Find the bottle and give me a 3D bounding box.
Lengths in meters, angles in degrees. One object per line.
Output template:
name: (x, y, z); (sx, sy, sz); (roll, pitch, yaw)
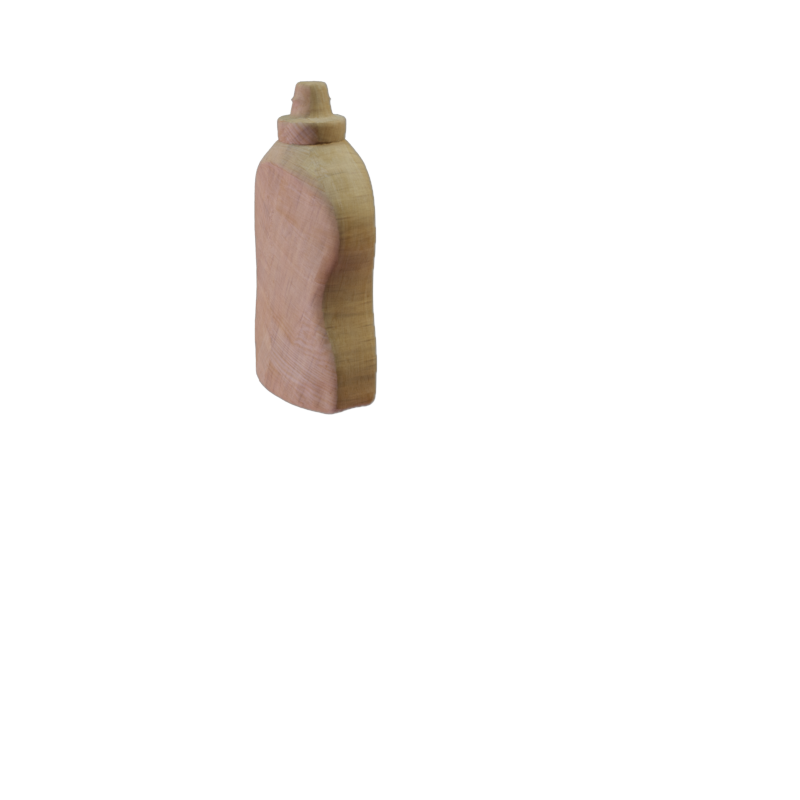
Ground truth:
bottle: (-0.053, -0.095, 0.669); (0.057, 0.185, 0.102); (-8, 18, -32)
